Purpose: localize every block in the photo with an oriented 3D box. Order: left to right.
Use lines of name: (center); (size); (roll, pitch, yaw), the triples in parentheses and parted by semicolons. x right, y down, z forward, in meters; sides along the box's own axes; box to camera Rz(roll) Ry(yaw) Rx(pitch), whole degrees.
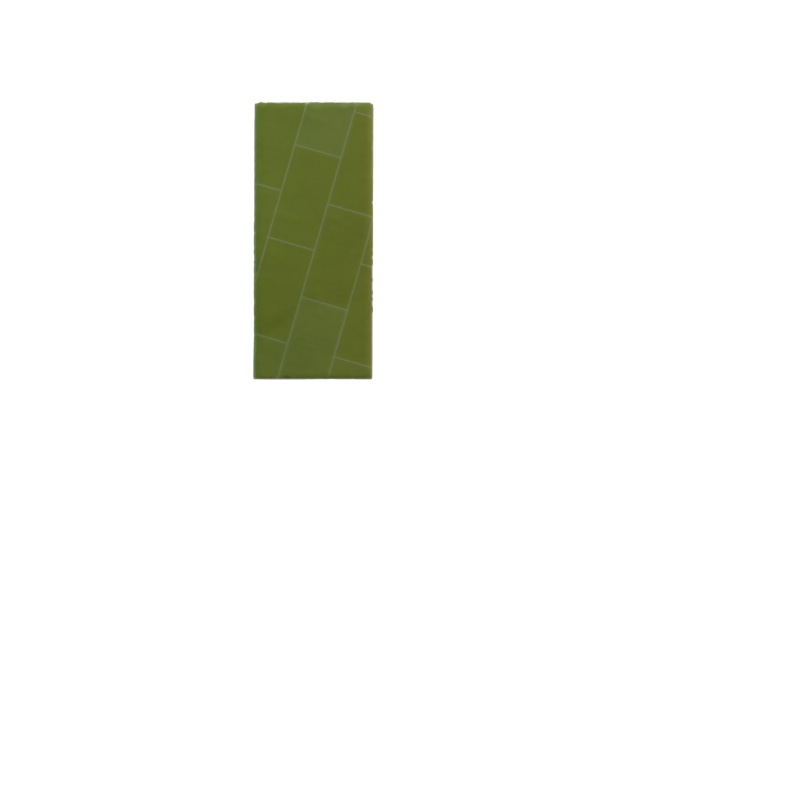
block: (-0.067, -0.123, 0.863); (0.090, 0.207, 0.091); (0, 0, -2)
